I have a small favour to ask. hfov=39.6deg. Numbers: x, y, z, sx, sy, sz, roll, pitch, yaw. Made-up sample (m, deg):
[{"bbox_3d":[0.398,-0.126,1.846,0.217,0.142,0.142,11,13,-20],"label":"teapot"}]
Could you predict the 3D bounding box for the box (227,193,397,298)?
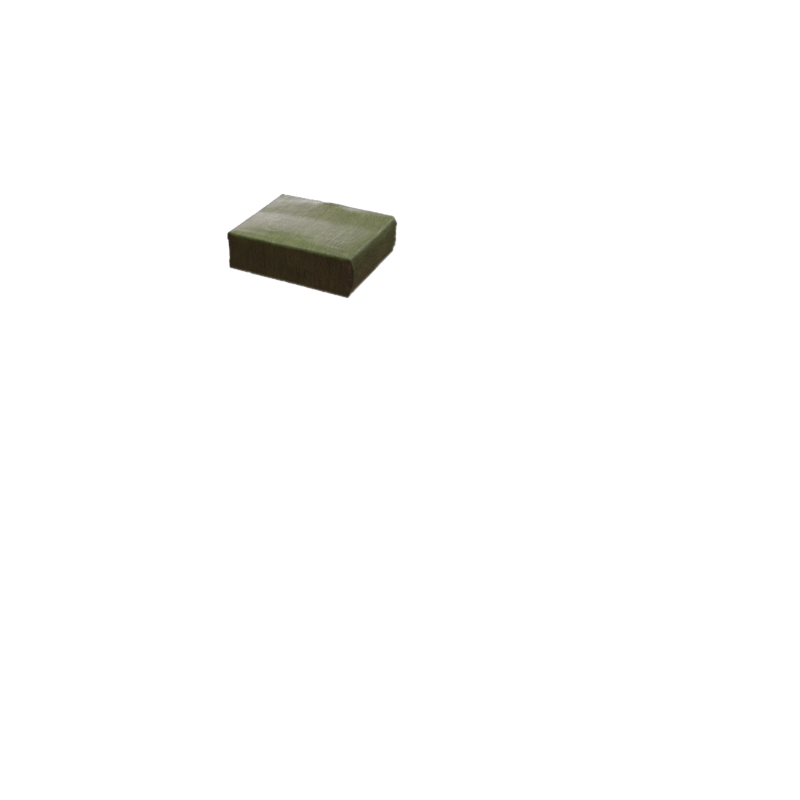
[{"bbox_3d":[-0.057,-0.104,0.726,0.093,0.028,0.075,14,34,22],"label":"box"}]
